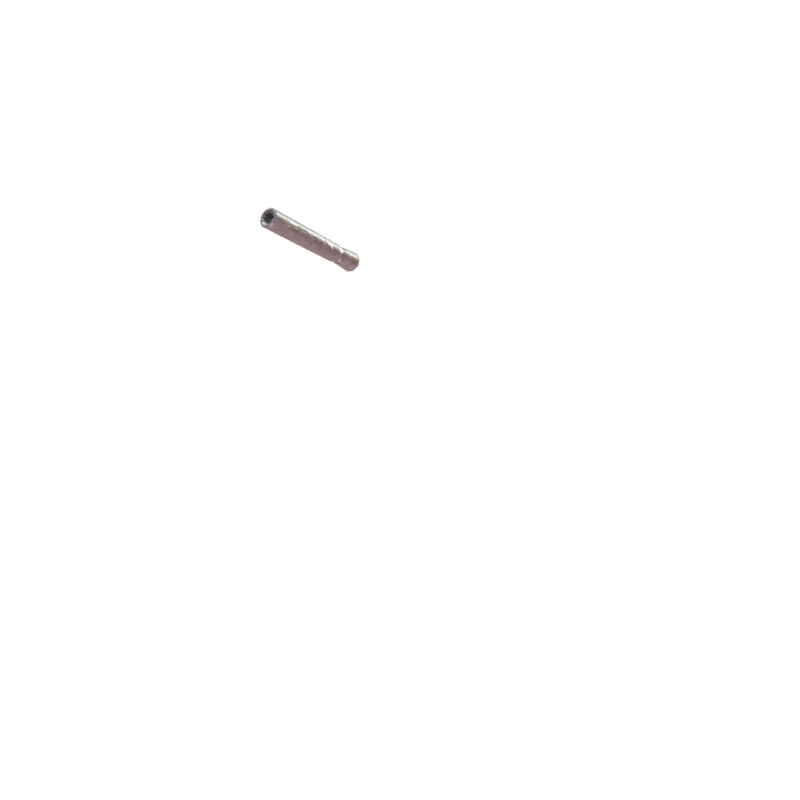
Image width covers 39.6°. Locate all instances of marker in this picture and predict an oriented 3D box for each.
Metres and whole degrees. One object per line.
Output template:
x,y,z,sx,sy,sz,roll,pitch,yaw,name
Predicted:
-0.078,-0.142,0.993,0.021,0.020,0.113,4,-13,43,marker
